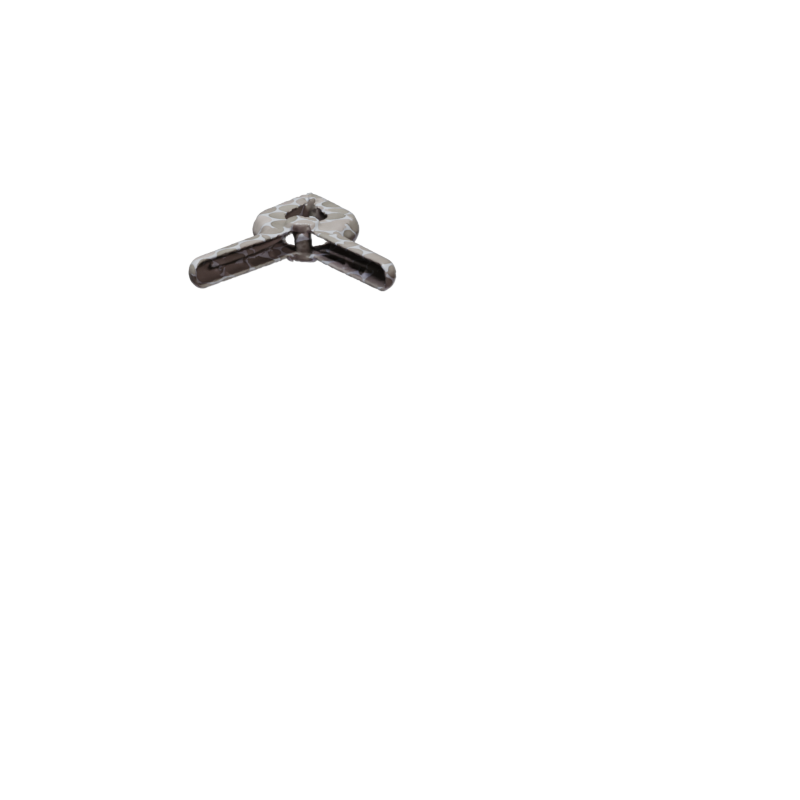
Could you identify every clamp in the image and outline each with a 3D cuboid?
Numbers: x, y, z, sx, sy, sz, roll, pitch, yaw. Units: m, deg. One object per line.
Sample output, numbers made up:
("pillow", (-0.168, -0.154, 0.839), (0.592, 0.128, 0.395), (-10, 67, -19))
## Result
("clamp", (-0.075, -0.137, 0.957), (0.167, 0.035, 0.217), (4, 25, 8))
